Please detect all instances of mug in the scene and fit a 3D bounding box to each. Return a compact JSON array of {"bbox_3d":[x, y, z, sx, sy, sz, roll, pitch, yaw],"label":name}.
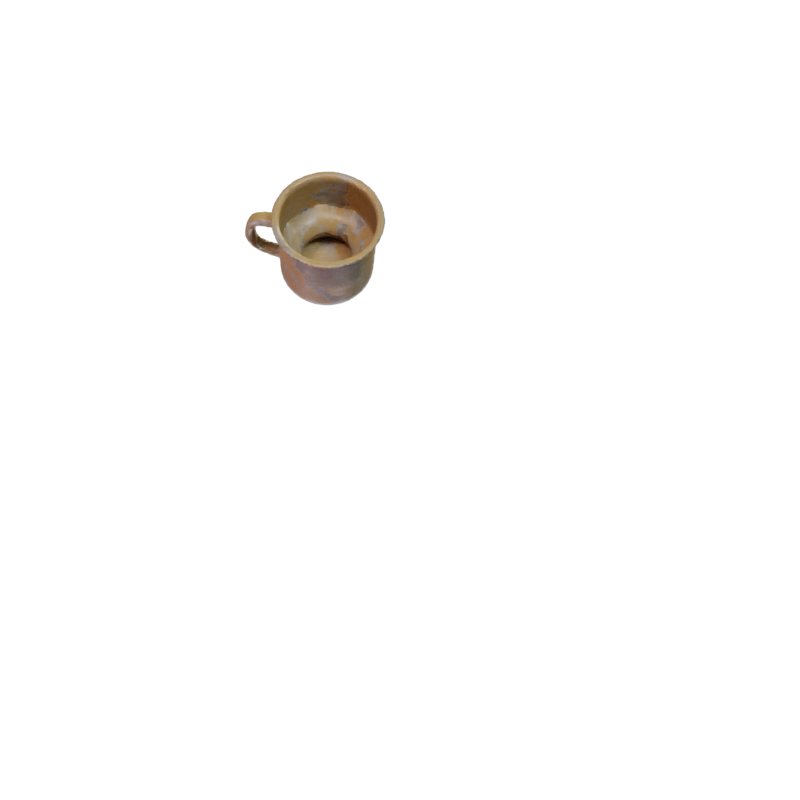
[{"bbox_3d":[-0.073,-0.134,0.938,0.118,0.098,0.077,6,-27,2],"label":"mug"}]
